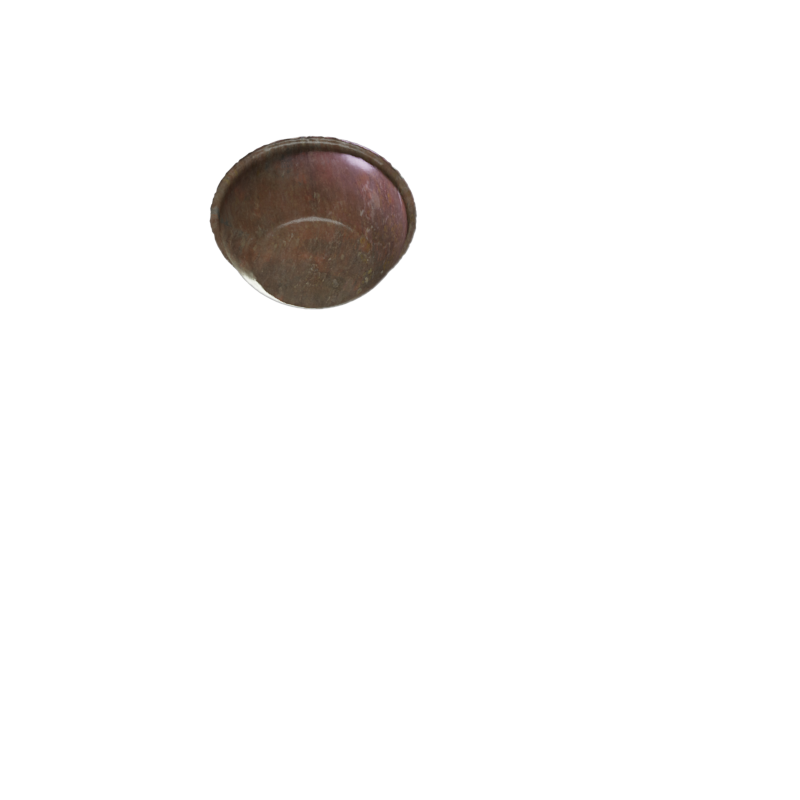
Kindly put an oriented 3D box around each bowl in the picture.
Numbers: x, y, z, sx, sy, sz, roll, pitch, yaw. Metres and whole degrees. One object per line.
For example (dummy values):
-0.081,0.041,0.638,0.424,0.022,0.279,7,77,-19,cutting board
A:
-0.066,-0.121,0.847,0.162,0.151,0.059,1,44,-1,bowl
